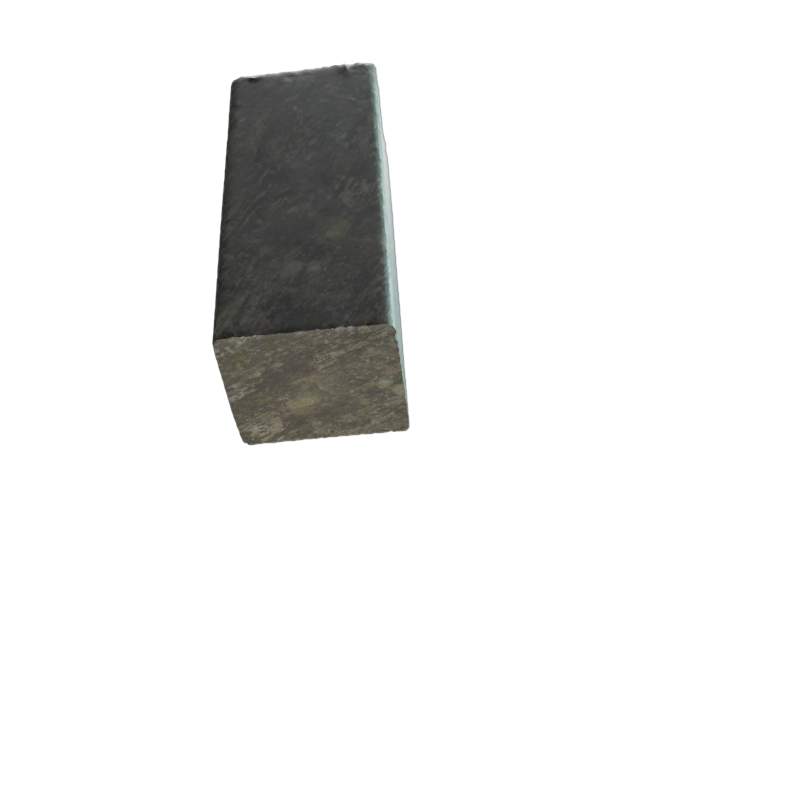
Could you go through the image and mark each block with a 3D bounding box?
[{"bbox_3d":[-0.049,-0.089,0.624,0.091,0.221,0.083,-6,-41,3],"label":"block"}]
